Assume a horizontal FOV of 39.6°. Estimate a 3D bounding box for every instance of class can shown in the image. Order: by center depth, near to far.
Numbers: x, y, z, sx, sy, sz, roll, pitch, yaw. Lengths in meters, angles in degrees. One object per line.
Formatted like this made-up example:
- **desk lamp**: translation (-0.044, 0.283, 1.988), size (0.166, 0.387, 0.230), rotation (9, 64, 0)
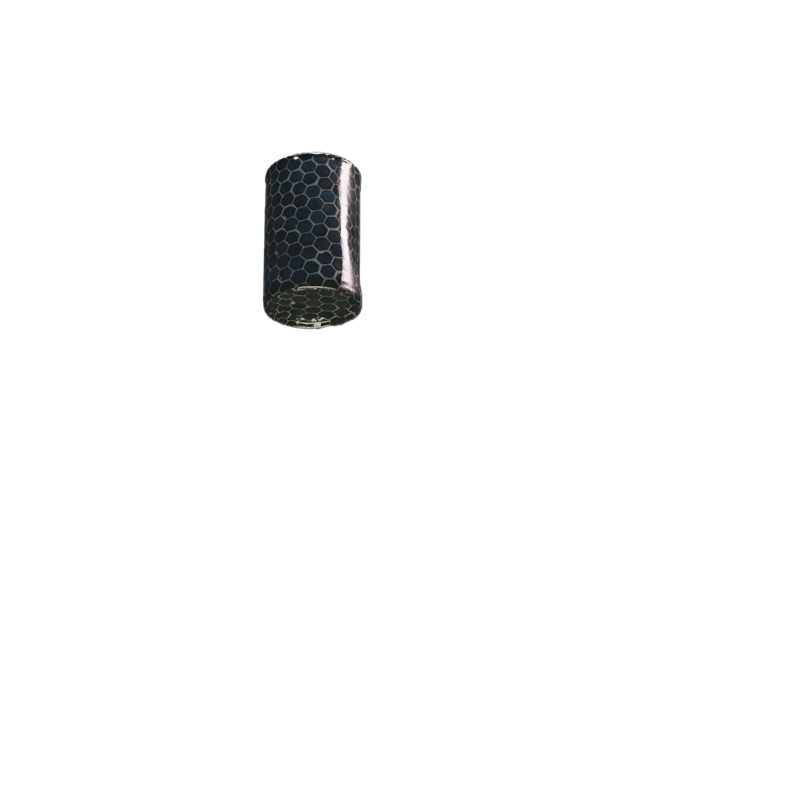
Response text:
- **can**: translation (-0.059, -0.107, 0.751), size (0.068, 0.108, 0.065), rotation (0, -26, -2)
